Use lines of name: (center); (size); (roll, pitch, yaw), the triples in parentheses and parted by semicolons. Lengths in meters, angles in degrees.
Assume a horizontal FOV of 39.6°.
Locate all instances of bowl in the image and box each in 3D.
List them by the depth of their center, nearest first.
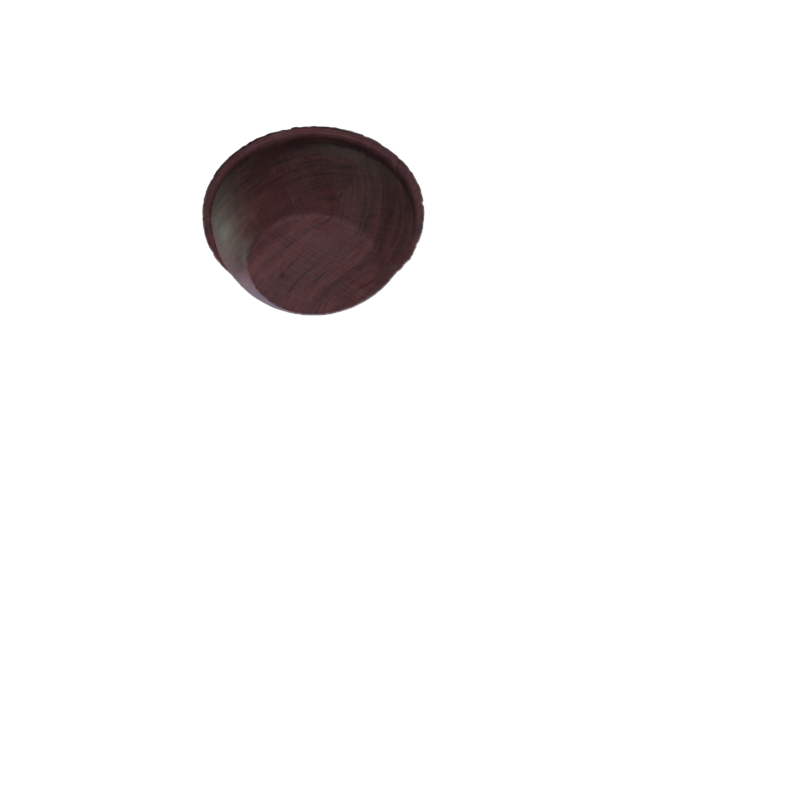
bowl: (-0.061, -0.112, 0.784); (0.162, 0.151, 0.059); (1, 43, -1)
